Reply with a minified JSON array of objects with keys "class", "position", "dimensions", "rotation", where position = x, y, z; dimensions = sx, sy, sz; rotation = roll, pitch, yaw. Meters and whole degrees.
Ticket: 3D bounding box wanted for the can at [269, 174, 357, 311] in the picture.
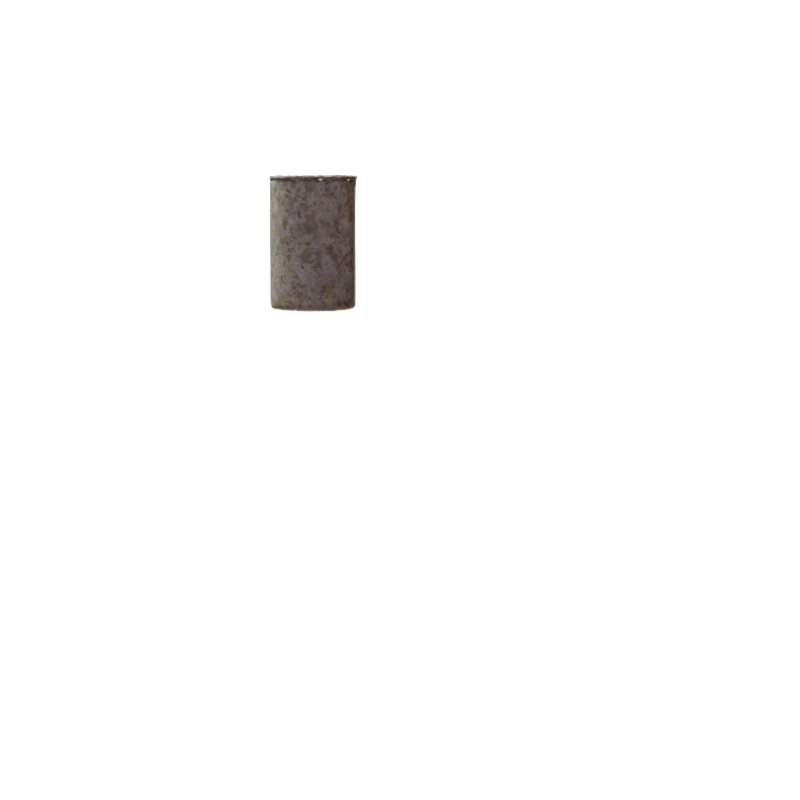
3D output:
[{"class":"can","position":[-0.067,-0.122,0.858],"dimensions":[0.068,0.101,0.069],"rotation":[0,5,-2]}]
